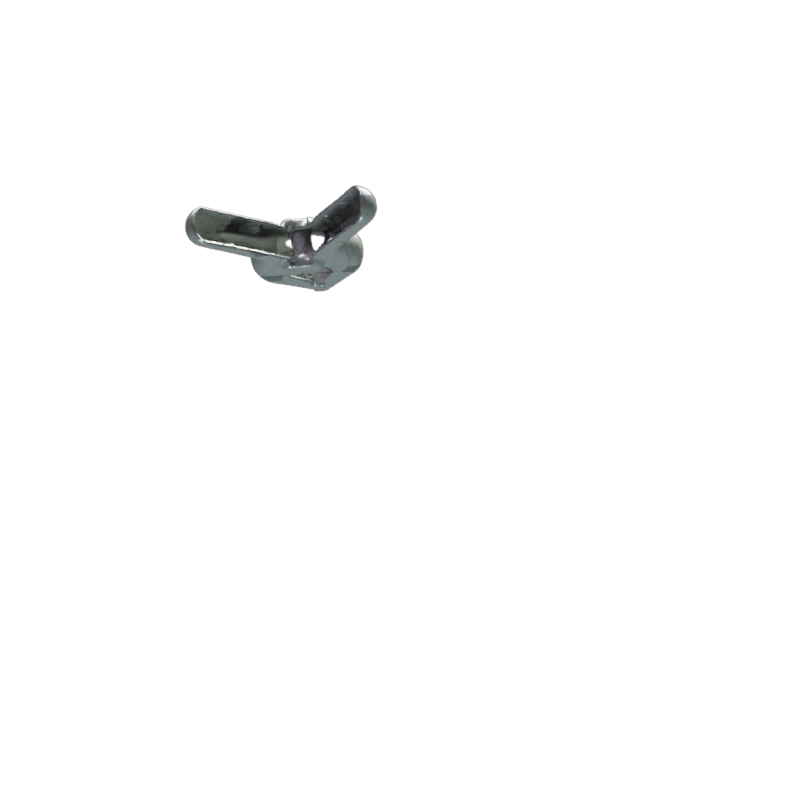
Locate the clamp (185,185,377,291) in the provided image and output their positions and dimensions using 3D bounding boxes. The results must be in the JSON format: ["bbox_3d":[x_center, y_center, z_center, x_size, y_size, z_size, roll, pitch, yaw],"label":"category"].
[{"bbox_3d":[-0.059,-0.107,0.750,0.122,0.040,0.165,-2,-5,16],"label":"clamp"}]
